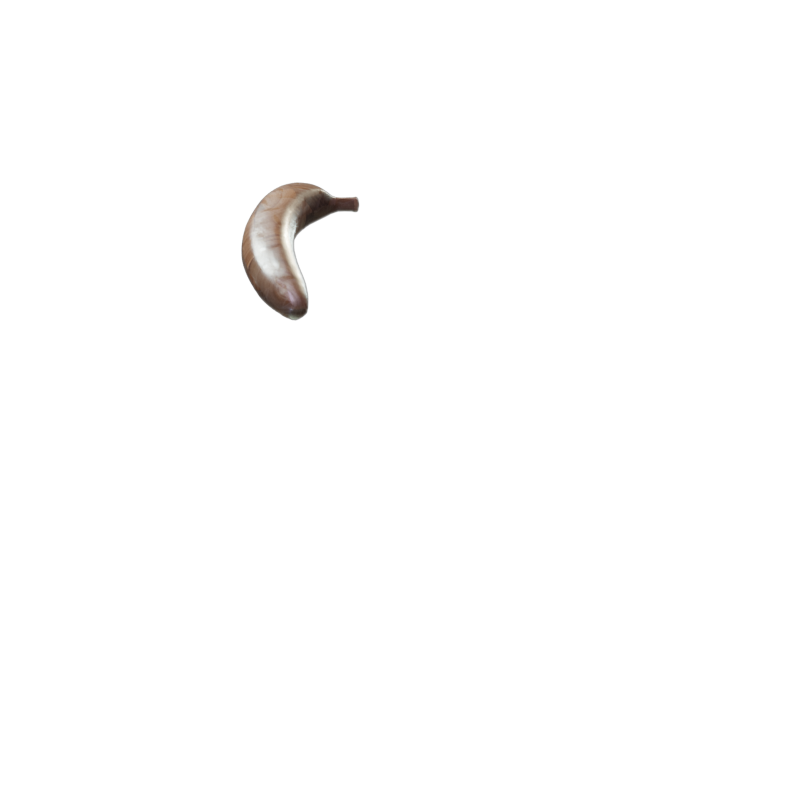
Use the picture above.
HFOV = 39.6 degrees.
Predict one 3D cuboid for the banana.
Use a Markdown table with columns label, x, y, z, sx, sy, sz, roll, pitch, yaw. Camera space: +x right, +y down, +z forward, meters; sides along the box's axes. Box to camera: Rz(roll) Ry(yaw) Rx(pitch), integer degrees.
| label | x | y | z | sx | sy | sz | roll | pitch | yaw |
| --- | --- | --- | --- | --- | --- | --- | --- | --- | --- |
| banana | -0.080 | -0.118 | 0.804 | 0.071 | 0.035 | 0.207 | 5 | 33 | 8 |
